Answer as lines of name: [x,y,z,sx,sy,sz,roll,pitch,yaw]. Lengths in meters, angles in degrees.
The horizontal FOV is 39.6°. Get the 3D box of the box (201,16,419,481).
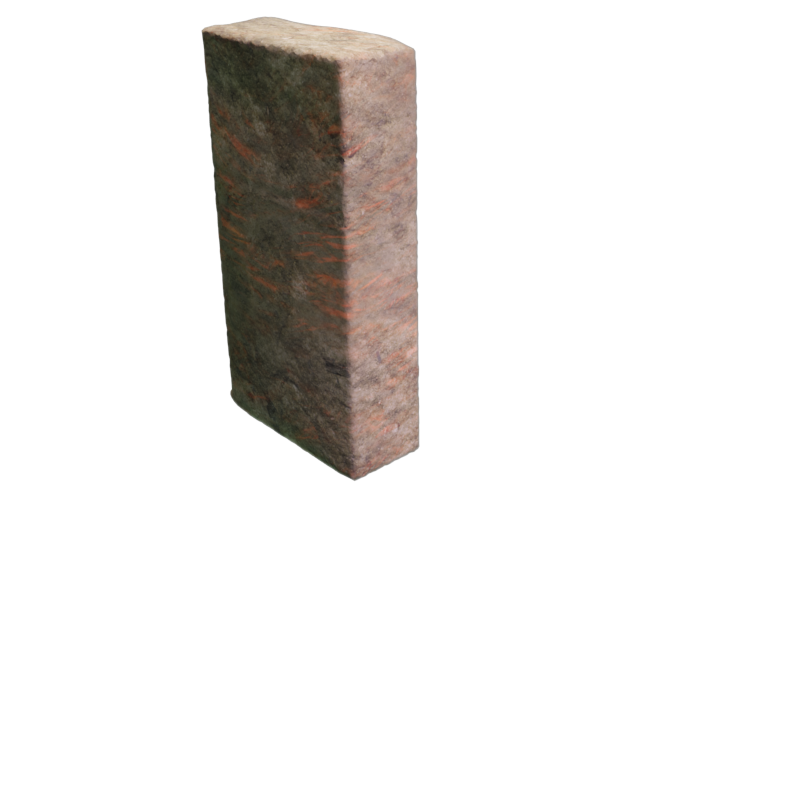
box: [-0.036,-0.066,0.465,0.047,0.168,0.100,-16,28,-38]
